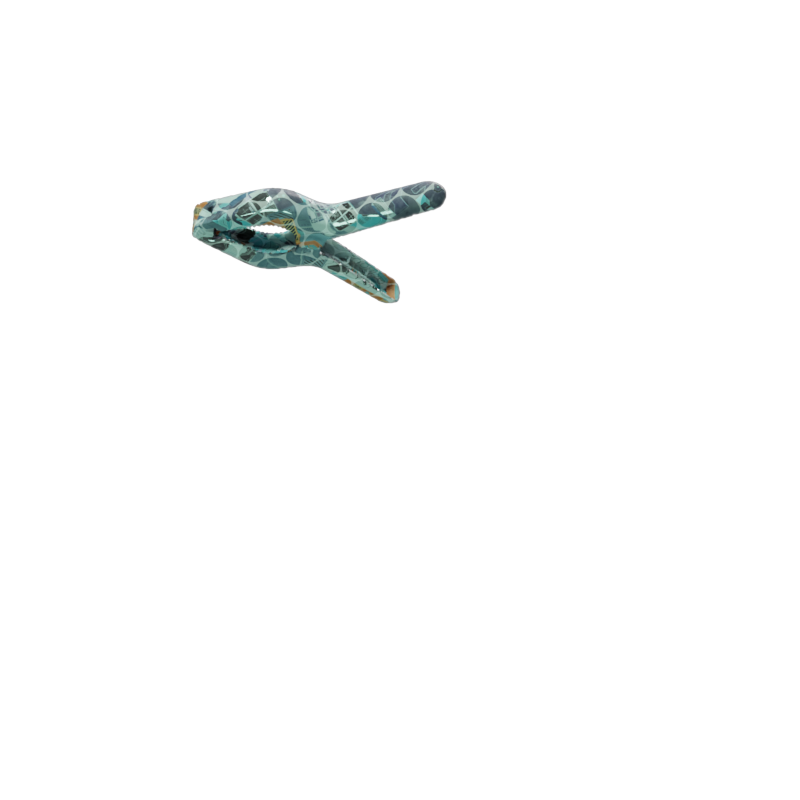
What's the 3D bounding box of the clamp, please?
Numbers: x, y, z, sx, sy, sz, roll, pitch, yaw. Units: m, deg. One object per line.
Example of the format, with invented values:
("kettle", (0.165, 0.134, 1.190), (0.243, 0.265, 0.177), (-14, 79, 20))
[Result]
("clamp", (-0.076, -0.139, 0.972), (0.209, 0.039, 0.155), (3, -32, -5))
